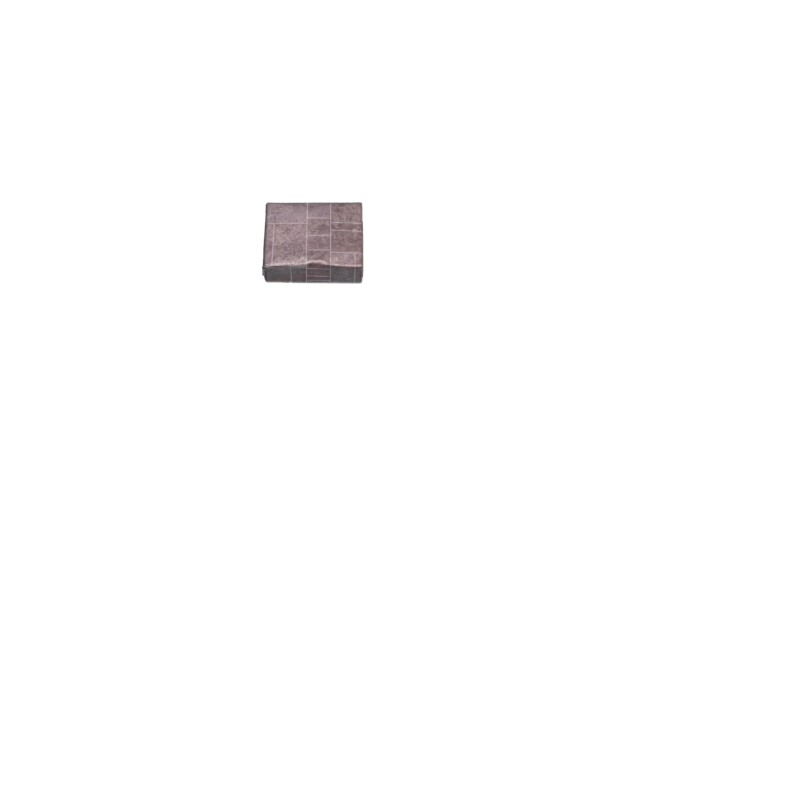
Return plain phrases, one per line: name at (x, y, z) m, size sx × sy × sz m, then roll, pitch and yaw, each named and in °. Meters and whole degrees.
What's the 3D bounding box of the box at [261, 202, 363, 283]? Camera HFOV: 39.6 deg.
box at (-0.078, -0.142, 0.991) m, size 0.089 × 0.078 × 0.028 m, roll 0°, pitch -34°, yaw 0°
